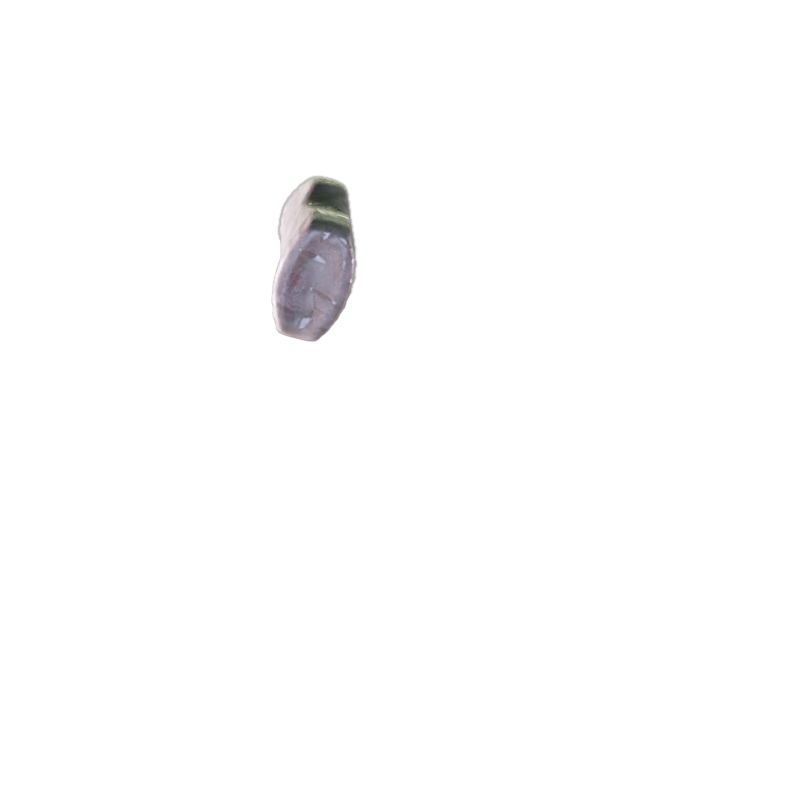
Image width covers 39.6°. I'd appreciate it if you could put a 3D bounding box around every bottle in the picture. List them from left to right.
[{"bbox_3d":[-0.070,-0.128,0.901,0.057,0.092,0.202,13,24,-10],"label":"bottle"}]
